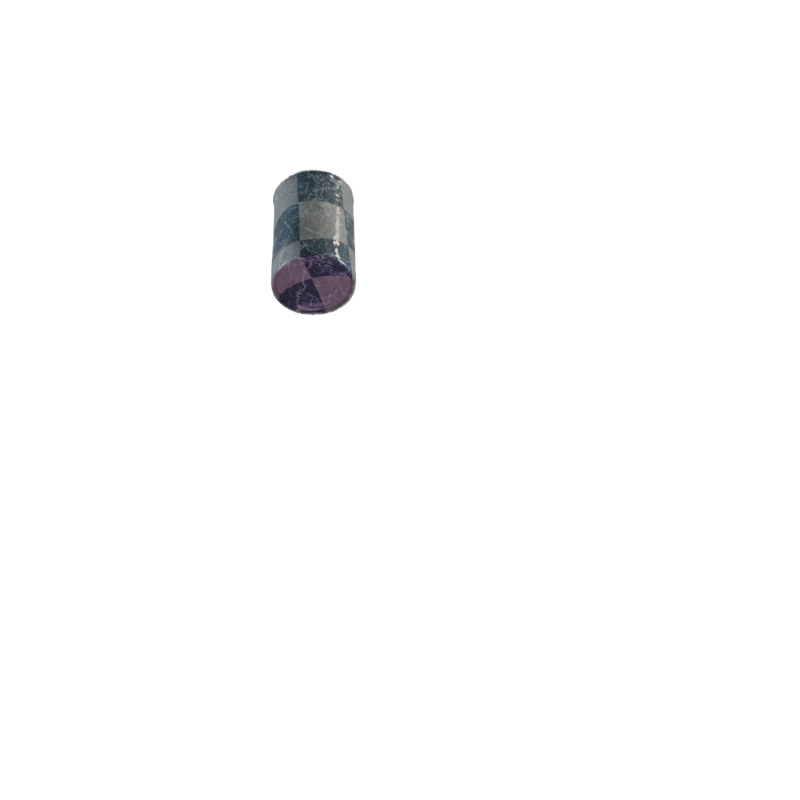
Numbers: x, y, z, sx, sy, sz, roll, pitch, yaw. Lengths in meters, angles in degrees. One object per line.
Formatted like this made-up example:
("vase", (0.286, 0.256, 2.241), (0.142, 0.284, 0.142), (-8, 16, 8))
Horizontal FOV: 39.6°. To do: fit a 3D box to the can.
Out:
("can", (-0.070, -0.127, 0.892), (0.068, 0.110, 0.064), (-1, -43, -3))
